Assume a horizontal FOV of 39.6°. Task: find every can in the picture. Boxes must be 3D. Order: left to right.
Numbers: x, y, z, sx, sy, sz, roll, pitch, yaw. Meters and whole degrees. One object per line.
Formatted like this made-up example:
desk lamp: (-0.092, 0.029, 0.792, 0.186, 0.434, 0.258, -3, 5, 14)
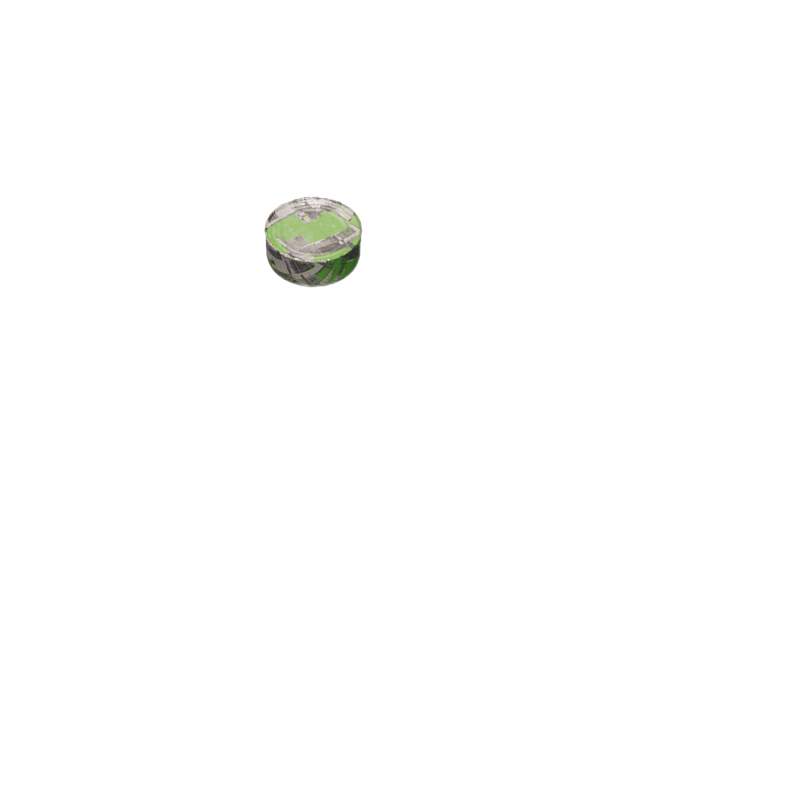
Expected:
can: (-0.077, -0.141, 0.985, 0.086, 0.092, 0.031, -1, -43, -1)
